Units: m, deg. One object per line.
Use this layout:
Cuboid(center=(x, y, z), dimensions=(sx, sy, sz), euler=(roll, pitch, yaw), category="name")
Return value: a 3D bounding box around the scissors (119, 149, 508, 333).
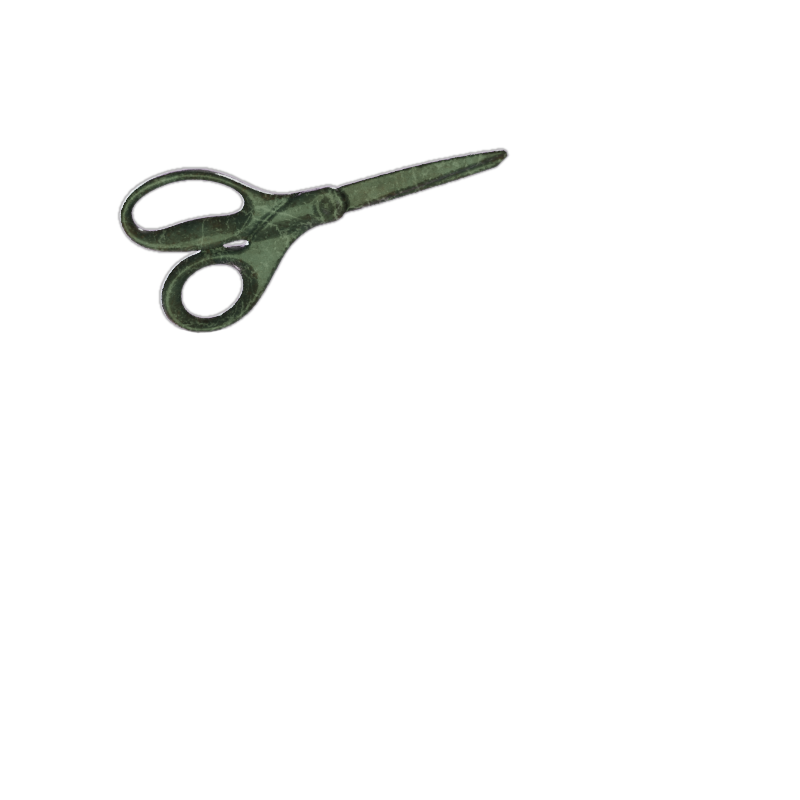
Cuboid(center=(-0.046, -0.083, 0.581), dimensions=(0.201, 0.093, 0.016), euler=(0, 13, 0), category="scissors")
